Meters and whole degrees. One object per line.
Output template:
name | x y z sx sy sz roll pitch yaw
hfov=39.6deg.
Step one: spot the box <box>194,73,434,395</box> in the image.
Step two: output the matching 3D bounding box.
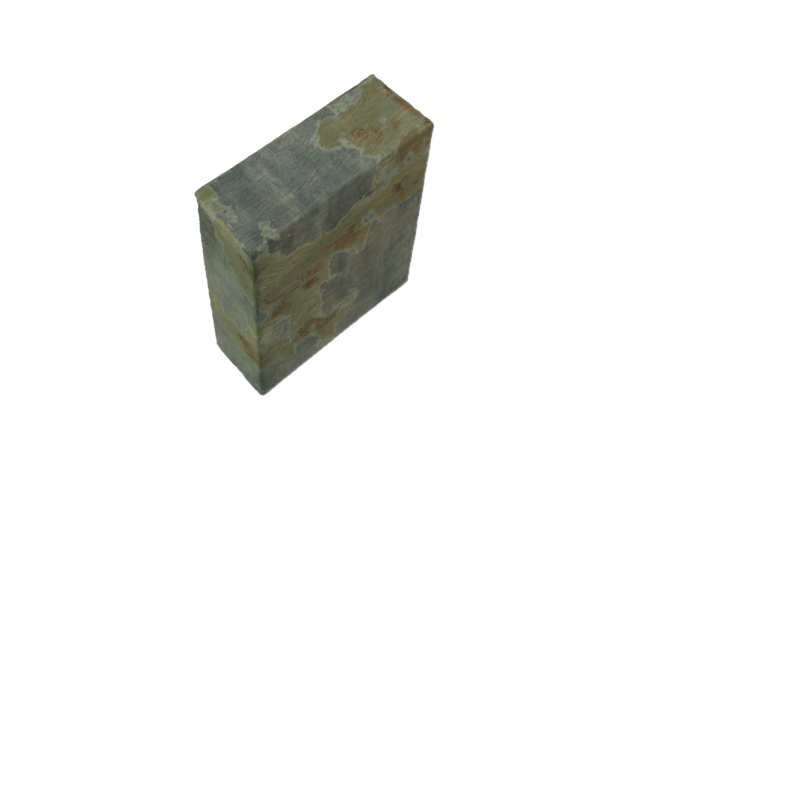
box | -0.065 -0.118 0.825 0.165 0.076 0.201 -39 -19 -21
